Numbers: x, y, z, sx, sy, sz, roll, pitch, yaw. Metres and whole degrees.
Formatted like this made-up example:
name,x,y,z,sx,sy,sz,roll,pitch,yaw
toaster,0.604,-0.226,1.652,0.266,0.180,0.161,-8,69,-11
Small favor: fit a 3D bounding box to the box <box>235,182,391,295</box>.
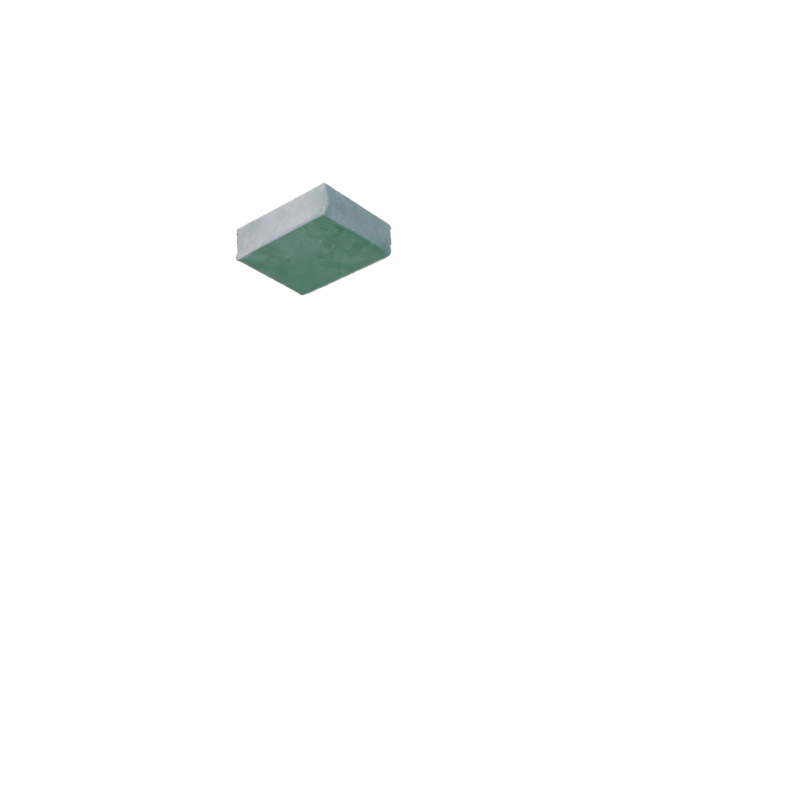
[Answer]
name,x,y,z,sx,sy,sz,roll,pitch,yaw
box,-0.078,-0.142,0.996,0.114,0.041,0.084,-23,-37,34
